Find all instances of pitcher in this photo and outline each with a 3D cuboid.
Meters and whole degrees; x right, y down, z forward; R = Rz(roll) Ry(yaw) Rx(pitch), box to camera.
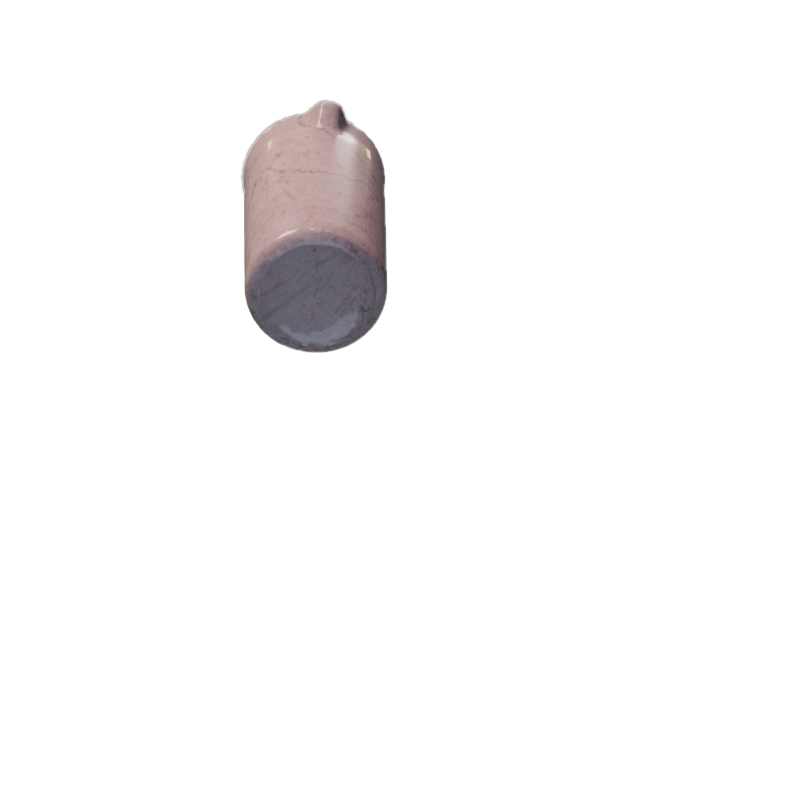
[{"bbox_3d":[-0.074,-0.134,0.939,0.145,0.141,0.258,-30,27,13],"label":"pitcher"}]
